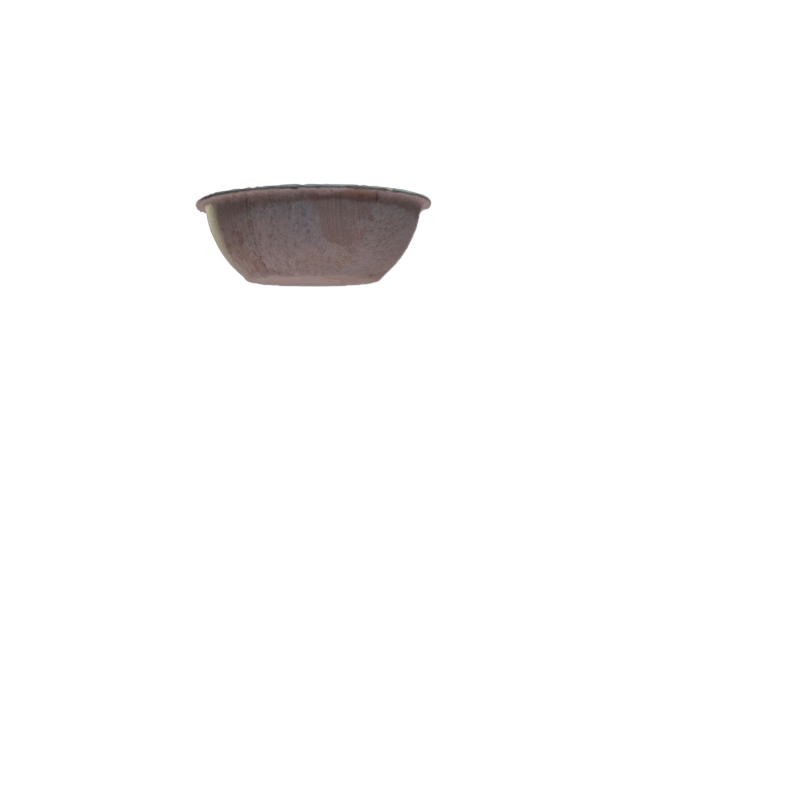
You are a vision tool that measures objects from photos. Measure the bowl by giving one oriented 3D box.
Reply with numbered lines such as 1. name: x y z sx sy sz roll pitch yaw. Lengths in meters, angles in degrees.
1. bowl: -0.059 -0.108 0.757 0.162 0.055 0.161 0 1 -2
